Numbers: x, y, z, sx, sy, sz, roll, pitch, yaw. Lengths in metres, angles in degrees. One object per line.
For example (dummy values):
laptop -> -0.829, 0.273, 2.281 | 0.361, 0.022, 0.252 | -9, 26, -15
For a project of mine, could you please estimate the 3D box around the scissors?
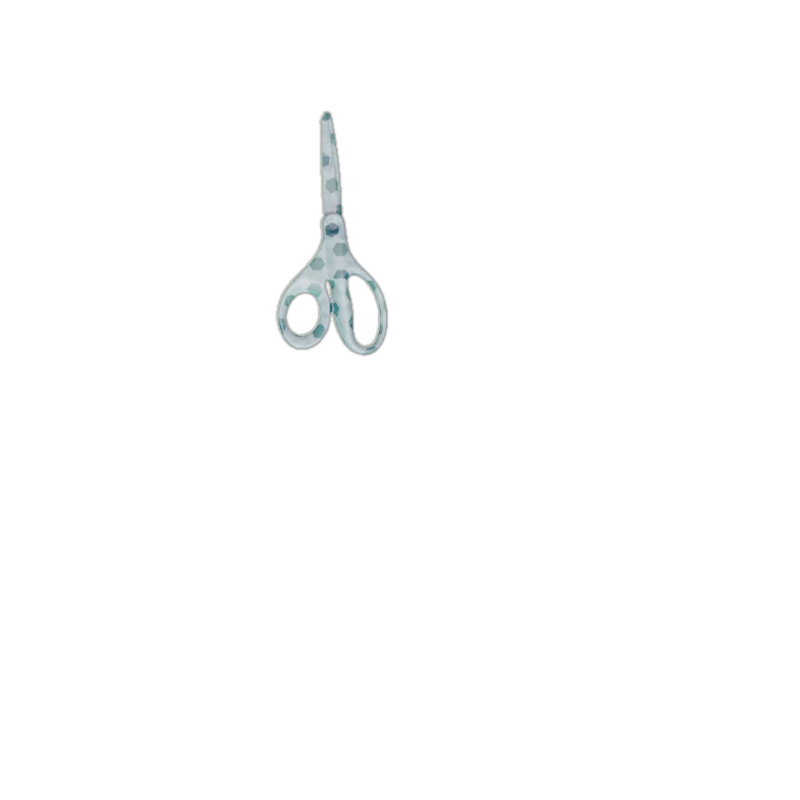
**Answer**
scissors -> -0.070, -0.128, 0.899 | 0.096, 0.208, 0.015 | -19, -11, -4
